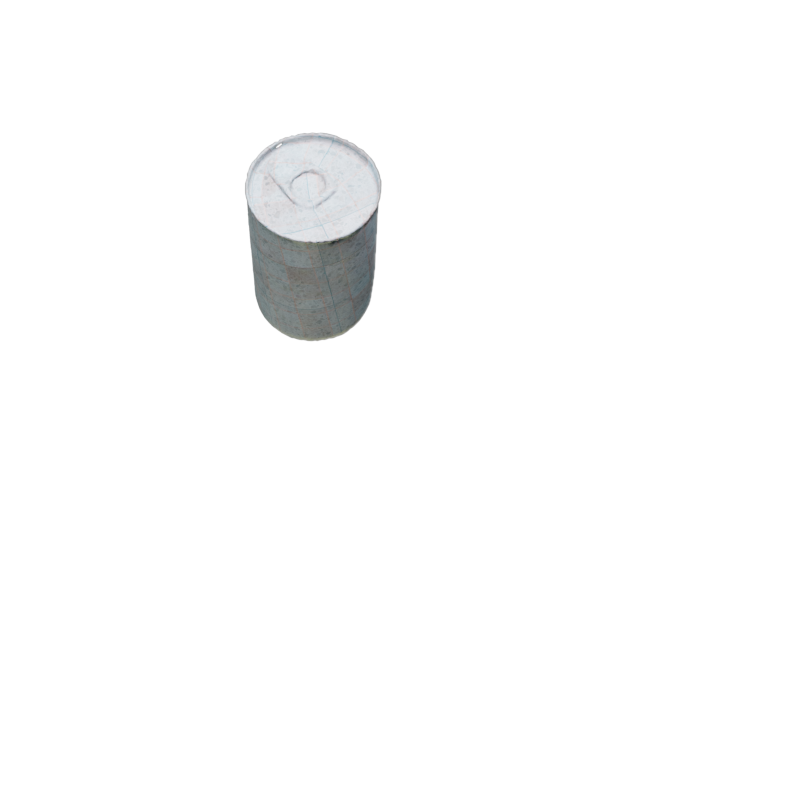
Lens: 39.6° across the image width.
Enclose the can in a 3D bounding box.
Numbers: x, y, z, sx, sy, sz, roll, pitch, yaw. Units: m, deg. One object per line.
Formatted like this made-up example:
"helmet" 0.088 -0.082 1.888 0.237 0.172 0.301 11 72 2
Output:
"can" -0.046 -0.084 0.591 0.068 0.073 0.096 0 -29 -3
